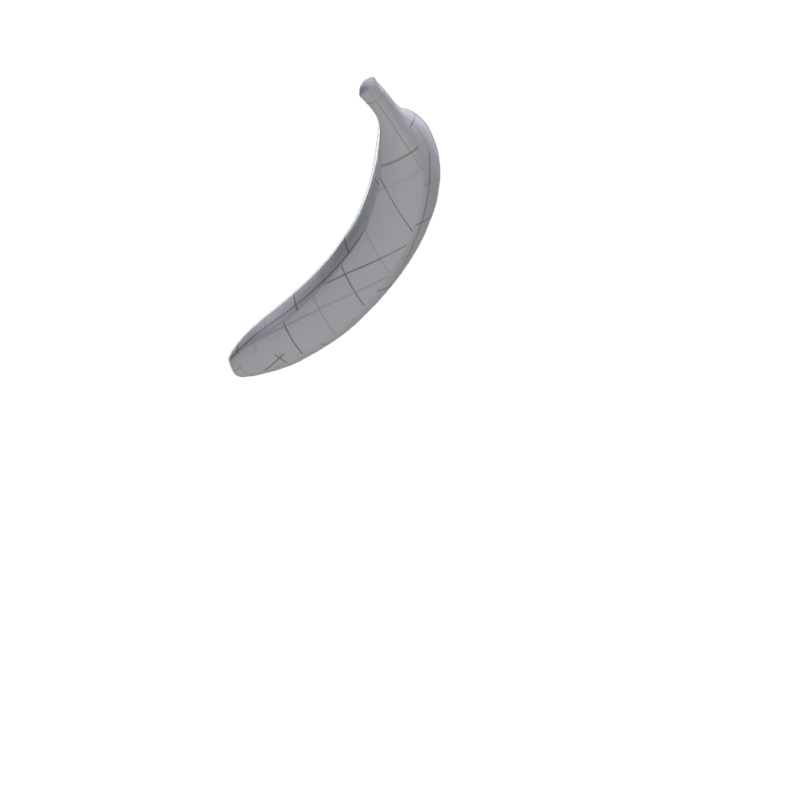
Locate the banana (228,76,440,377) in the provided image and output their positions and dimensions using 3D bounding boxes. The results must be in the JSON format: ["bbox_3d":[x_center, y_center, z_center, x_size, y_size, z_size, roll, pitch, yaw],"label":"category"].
[{"bbox_3d":[-0.028,-0.082,0.597,0.068,0.190,0.039,21,31,-15],"label":"banana"}]
